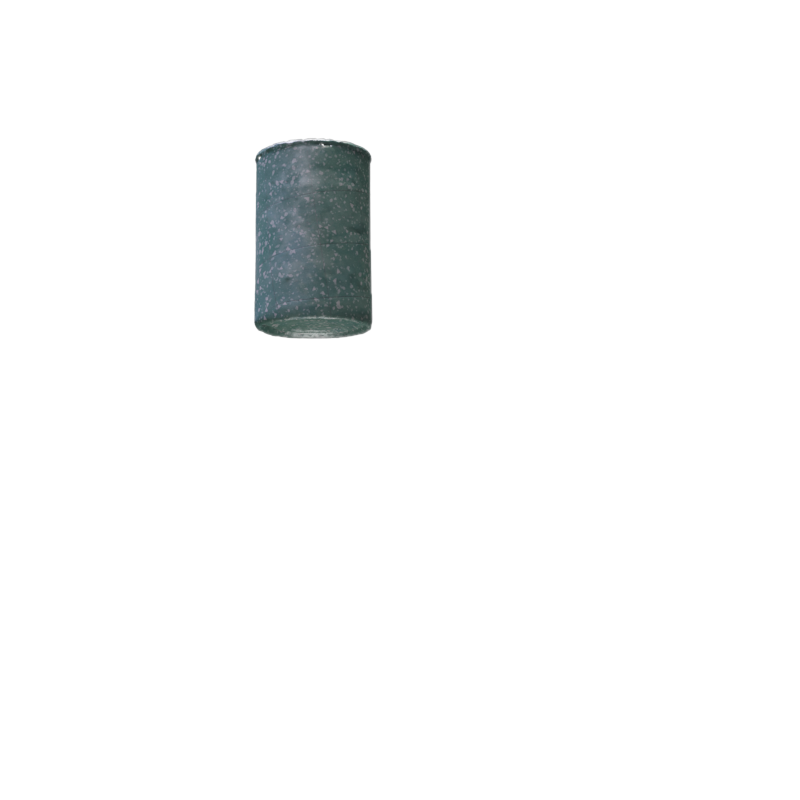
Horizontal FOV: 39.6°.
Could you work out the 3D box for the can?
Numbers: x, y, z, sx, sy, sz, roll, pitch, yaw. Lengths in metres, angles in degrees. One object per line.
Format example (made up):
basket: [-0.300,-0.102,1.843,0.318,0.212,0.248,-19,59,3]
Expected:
can: [-0.050,-0.091,0.636,0.068,0.106,0.066,0,-12,-2]
